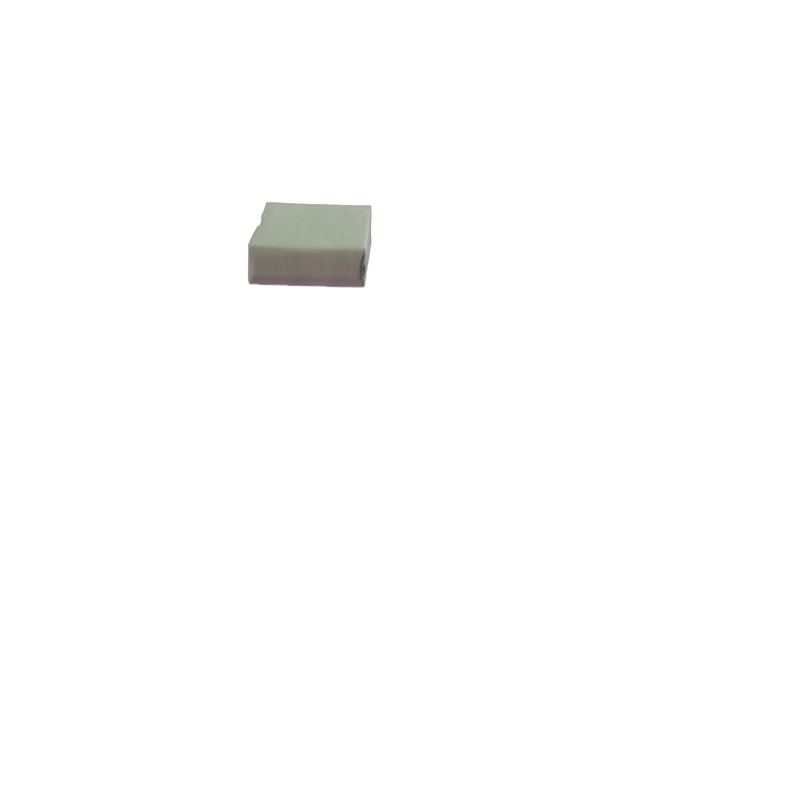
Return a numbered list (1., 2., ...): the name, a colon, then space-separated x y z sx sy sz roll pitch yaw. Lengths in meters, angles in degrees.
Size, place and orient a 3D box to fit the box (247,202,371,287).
1. box: -0.056 -0.103 0.718 0.073 0.029 0.093 2 27 3
